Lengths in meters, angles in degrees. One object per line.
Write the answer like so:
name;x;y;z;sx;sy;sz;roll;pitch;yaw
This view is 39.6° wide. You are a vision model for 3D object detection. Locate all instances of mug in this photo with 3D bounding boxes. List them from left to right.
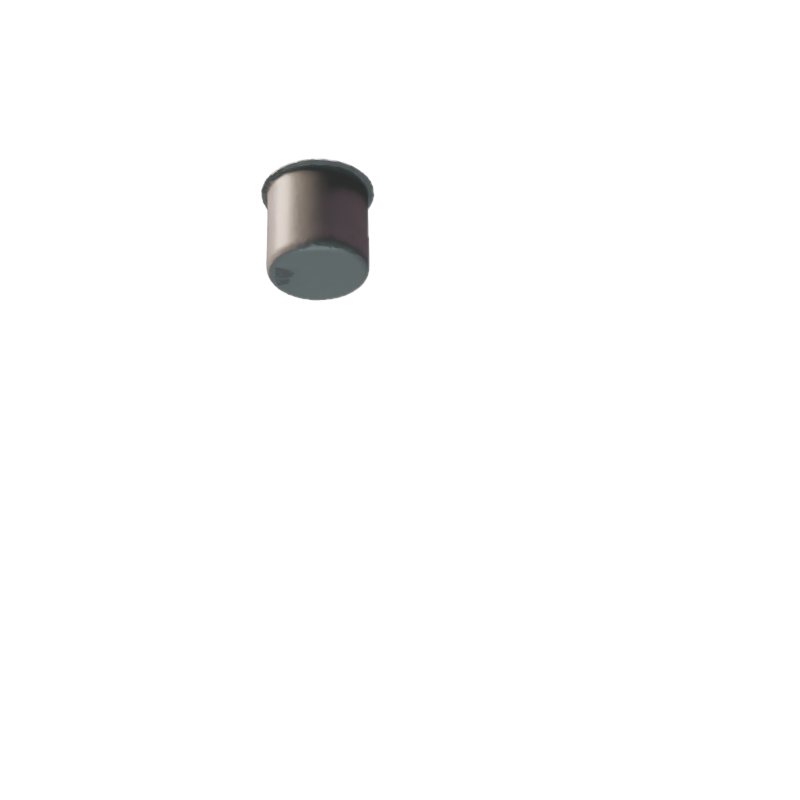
mug;-0.070;-0.128;0.900;0.091;0.087;0.113;10;-32;-18
